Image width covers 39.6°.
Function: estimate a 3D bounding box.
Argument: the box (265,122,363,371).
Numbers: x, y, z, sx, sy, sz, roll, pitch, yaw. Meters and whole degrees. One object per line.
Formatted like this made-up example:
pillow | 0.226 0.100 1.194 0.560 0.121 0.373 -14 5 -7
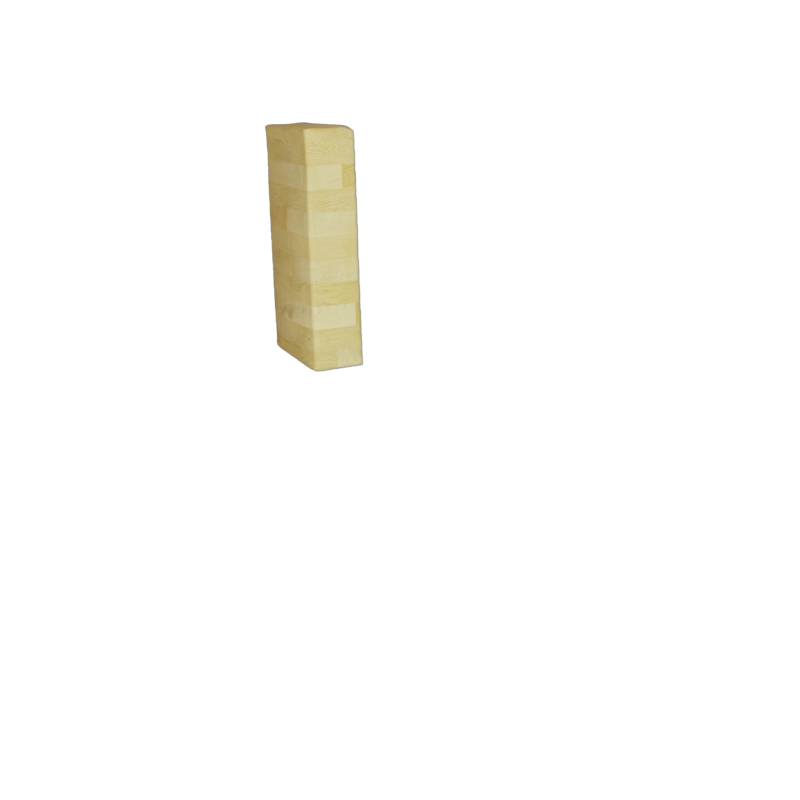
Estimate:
box | -0.065 -0.119 0.833 0.047 0.172 0.098 -3 11 -23
